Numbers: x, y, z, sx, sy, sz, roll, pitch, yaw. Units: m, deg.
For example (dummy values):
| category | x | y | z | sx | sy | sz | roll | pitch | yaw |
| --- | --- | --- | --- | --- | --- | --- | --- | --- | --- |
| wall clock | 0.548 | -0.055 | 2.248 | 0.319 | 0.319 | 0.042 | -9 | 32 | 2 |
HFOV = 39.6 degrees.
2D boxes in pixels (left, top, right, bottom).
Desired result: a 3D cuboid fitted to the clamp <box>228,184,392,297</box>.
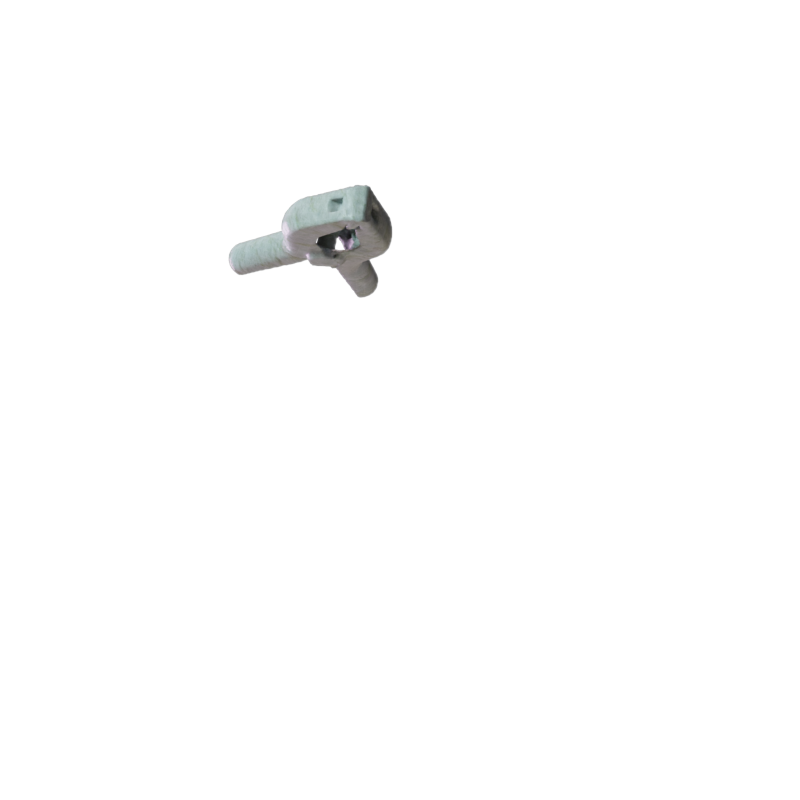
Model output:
| category | x | y | z | sx | sy | sz | roll | pitch | yaw |
| --- | --- | --- | --- | --- | --- | --- | --- | --- | --- |
| clamp | -0.064 | -0.117 | 0.818 | 0.119 | 0.041 | 0.166 | 3 | -16 | -9 |
